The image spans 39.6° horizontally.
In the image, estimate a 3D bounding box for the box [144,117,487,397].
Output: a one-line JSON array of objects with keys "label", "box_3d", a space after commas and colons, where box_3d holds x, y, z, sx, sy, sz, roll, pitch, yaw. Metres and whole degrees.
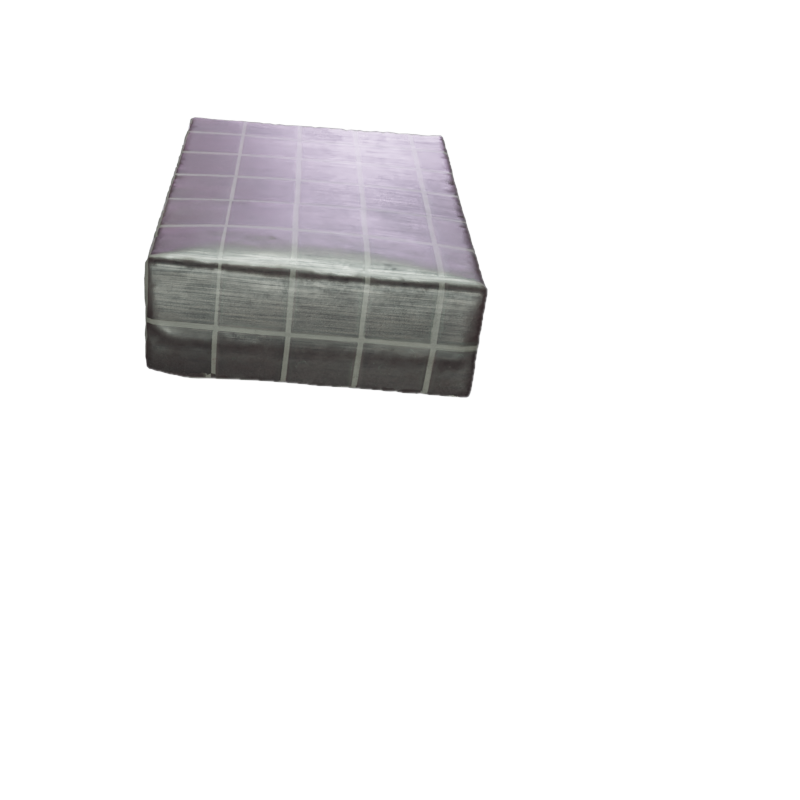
[{"label": "box", "box_3d": [-0.049, -0.089, 0.625, 0.163, 0.068, 0.227, 3, 30, -5]}]
